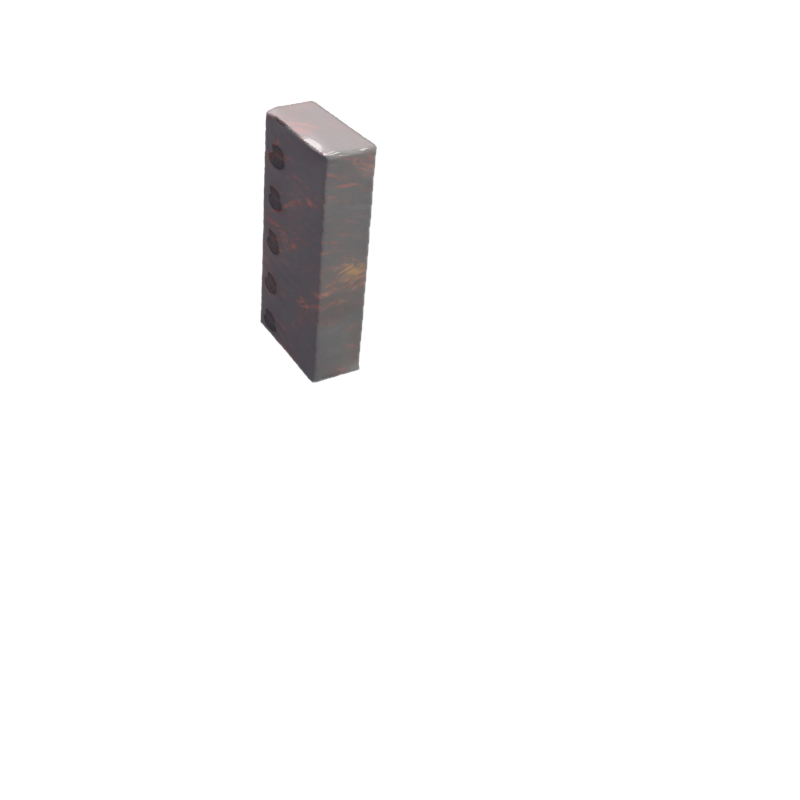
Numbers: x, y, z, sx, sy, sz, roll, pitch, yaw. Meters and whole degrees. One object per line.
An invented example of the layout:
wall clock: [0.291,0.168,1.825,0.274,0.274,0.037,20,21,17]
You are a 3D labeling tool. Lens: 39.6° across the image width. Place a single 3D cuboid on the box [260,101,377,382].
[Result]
box: [-0.061,-0.111,0.780,0.047,0.166,0.101,-14,35,-26]
